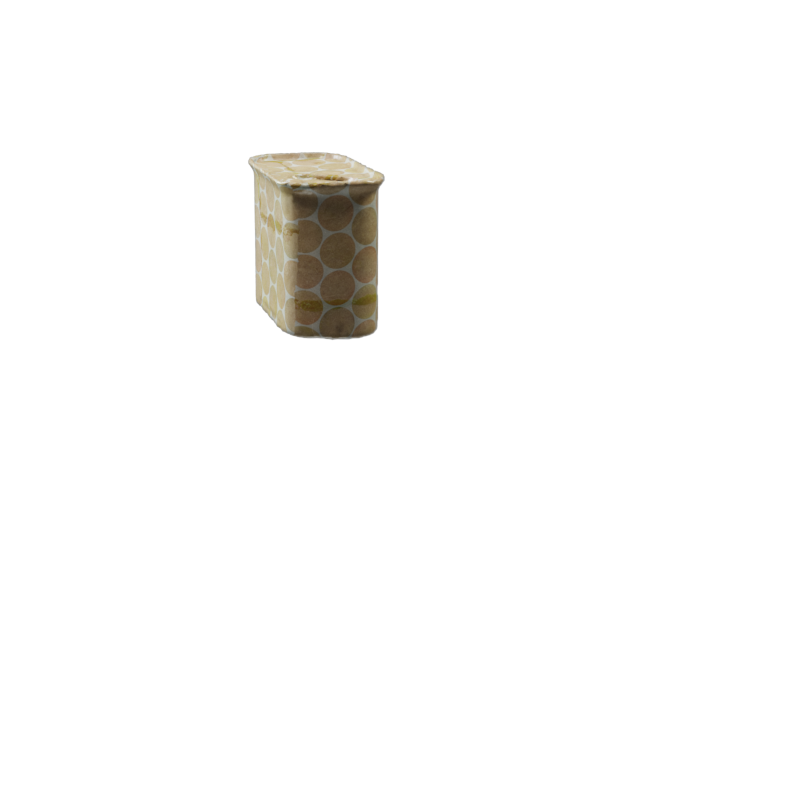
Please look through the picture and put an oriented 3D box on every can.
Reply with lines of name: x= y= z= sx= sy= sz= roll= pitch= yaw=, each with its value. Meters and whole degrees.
can: x=-0.047 y=-0.086 z=0.604 sx=0.056 sy=0.081 sz=0.108 roll=-4 pitch=18 yaw=-18
